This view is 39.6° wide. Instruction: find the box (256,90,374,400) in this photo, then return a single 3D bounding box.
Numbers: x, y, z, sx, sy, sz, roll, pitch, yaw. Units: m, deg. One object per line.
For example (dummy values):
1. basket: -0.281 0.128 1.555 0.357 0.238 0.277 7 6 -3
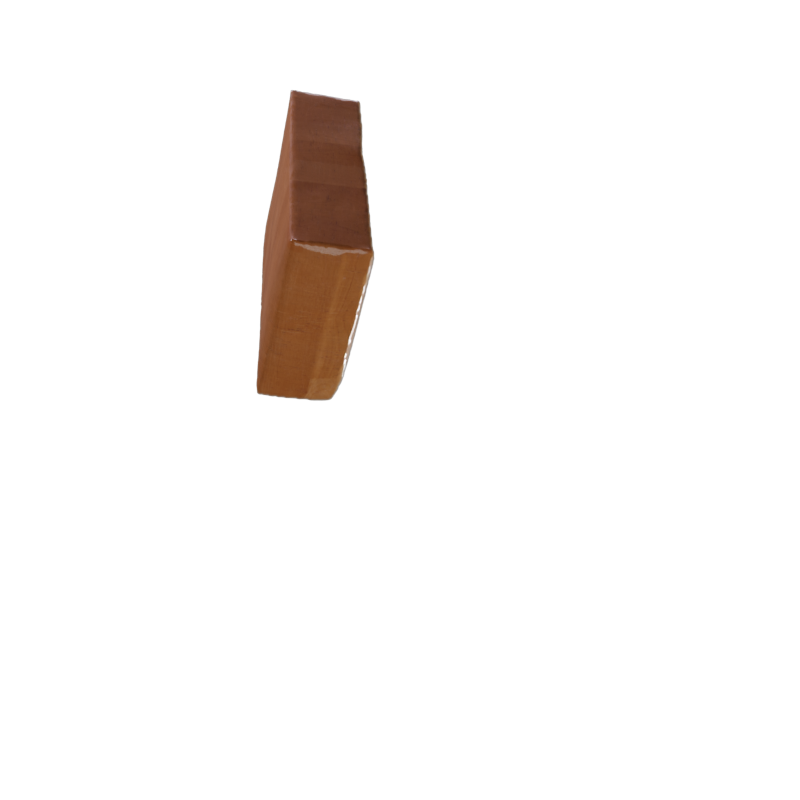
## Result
1. box: -0.072 -0.132 0.926 0.071 0.155 0.229 8 42 -11
